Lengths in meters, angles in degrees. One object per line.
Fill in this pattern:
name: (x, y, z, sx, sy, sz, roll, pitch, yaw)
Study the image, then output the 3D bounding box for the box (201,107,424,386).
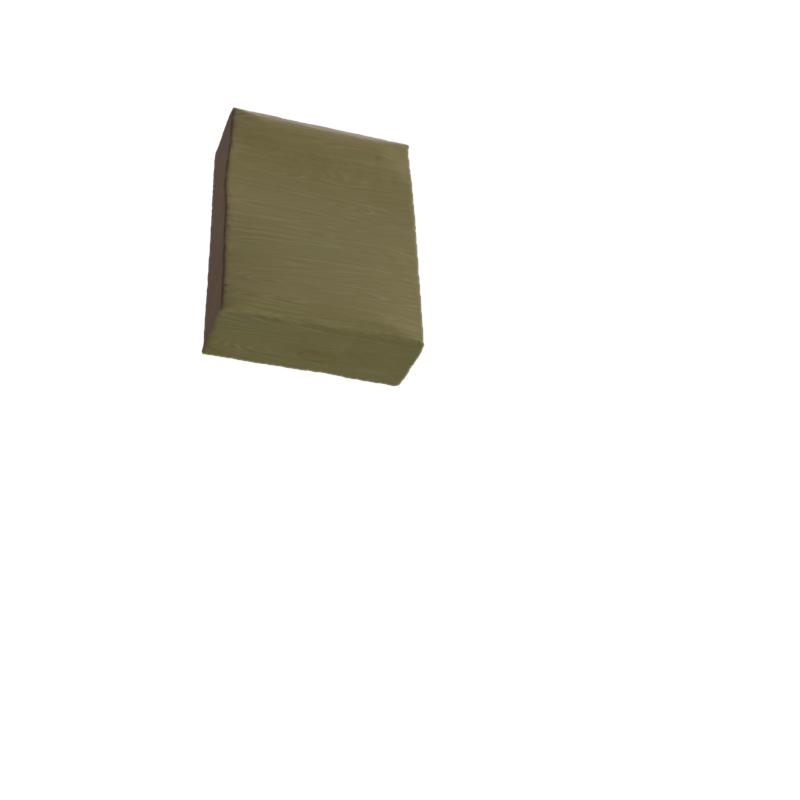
box: (-0.071, -0.129, 0.904, 0.160, 0.229, 0.069, 9, -37, -15)
